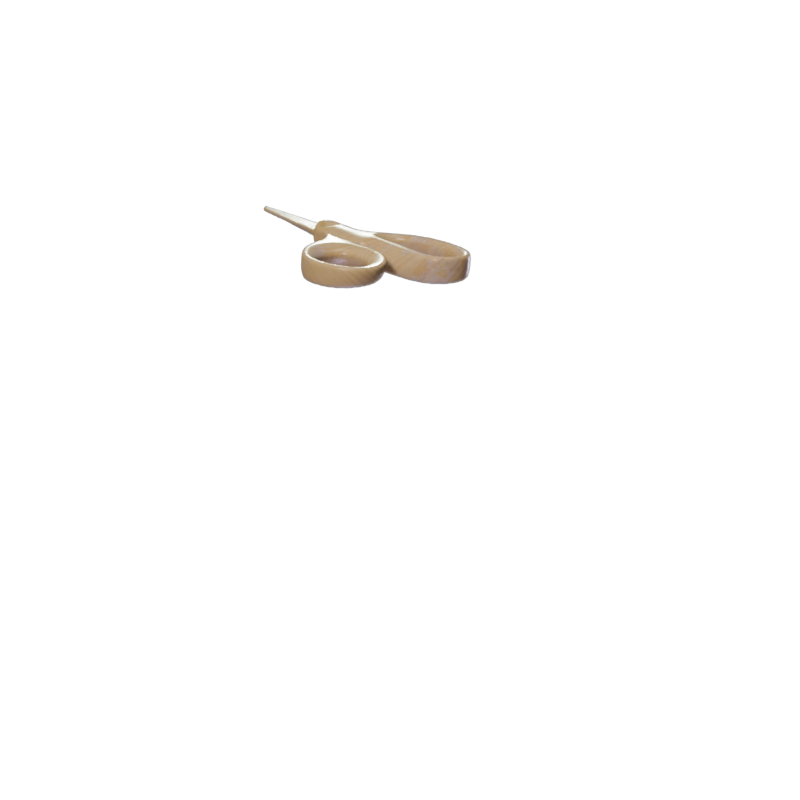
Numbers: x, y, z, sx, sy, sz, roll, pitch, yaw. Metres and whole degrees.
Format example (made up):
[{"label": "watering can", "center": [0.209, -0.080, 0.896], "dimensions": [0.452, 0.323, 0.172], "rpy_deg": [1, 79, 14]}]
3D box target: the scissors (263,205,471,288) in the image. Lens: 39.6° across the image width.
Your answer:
[{"label": "scissors", "center": [-0.049, -0.090, 0.632], "dimensions": [0.094, 0.015, 0.214], "rpy_deg": [-17, 25, -39]}]
